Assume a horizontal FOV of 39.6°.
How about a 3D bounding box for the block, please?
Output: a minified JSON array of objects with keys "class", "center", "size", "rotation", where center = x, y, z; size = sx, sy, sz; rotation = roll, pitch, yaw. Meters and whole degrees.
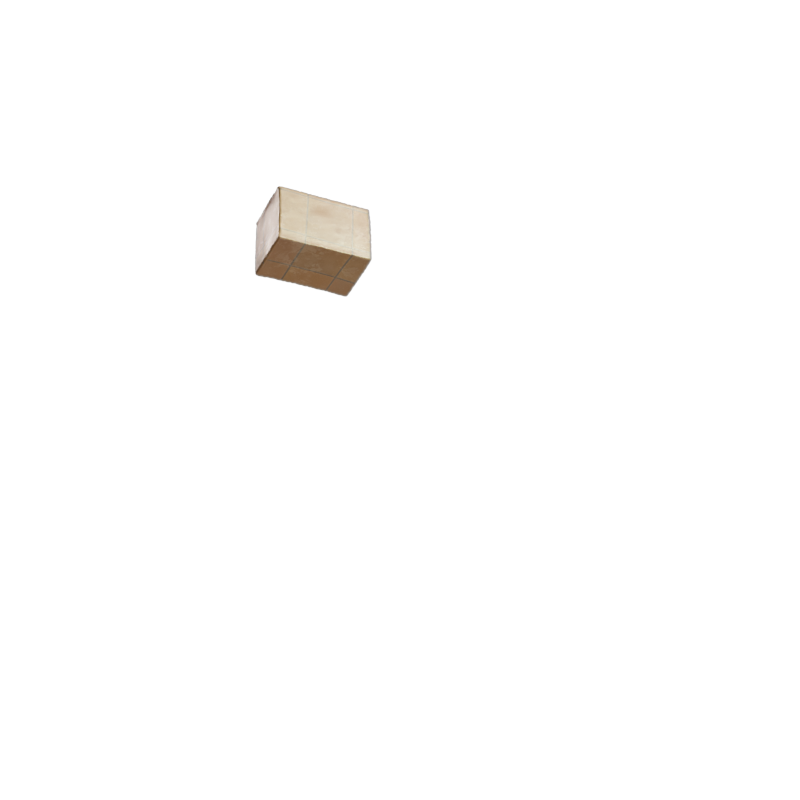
[{"class":"block","center":[-0.067,-0.122,0.853],"size":[0.075,0.055,0.051],"rotation":[13,-37,-20]}]
